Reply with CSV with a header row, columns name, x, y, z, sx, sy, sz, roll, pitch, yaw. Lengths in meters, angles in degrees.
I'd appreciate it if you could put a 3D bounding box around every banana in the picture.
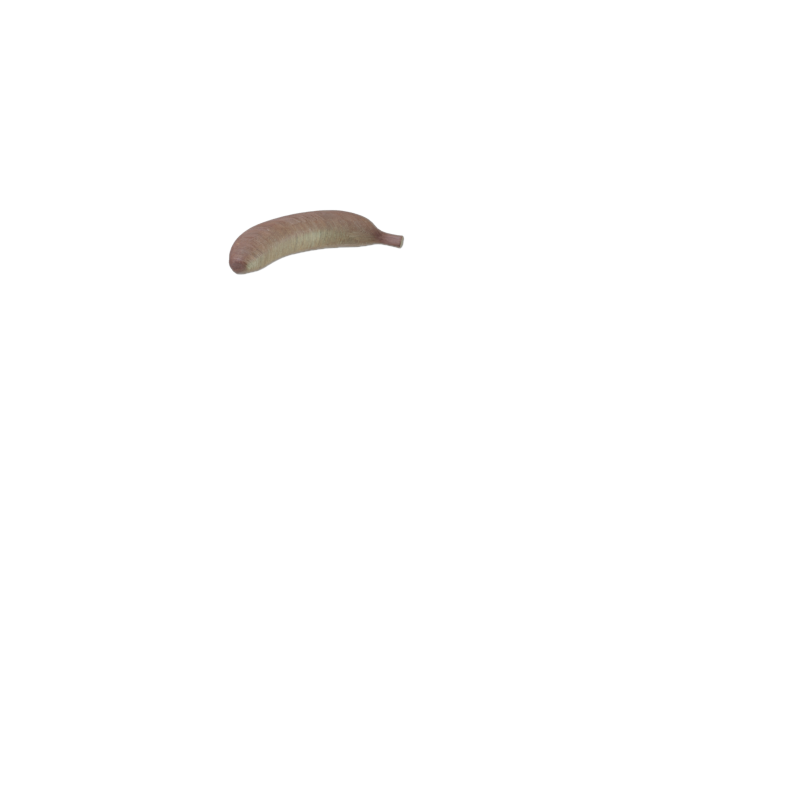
name,x,y,z,sx,sy,sz,roll,pitch,yaw
banana,-0.086,-0.143,0.978,0.194,0.035,0.074,-18,26,-42
